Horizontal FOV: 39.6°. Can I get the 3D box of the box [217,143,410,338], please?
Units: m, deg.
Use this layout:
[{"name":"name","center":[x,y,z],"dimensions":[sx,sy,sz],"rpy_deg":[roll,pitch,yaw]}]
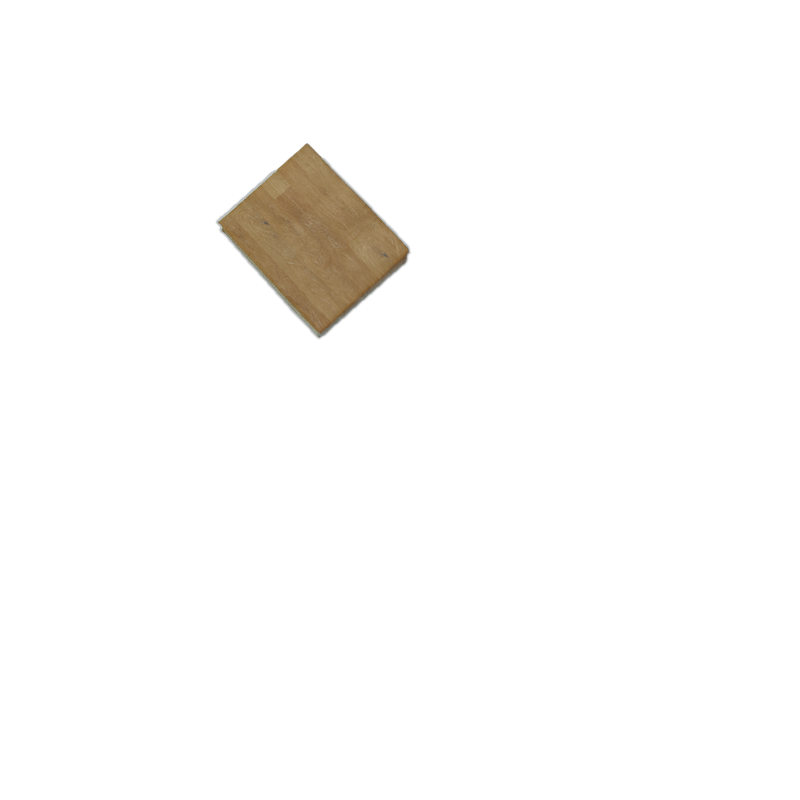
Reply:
[{"name":"box","center":[-0.063,-0.116,0.810],"dimensions":[0.090,0.117,0.038],"rpy_deg":[-42,-9,-9]}]
